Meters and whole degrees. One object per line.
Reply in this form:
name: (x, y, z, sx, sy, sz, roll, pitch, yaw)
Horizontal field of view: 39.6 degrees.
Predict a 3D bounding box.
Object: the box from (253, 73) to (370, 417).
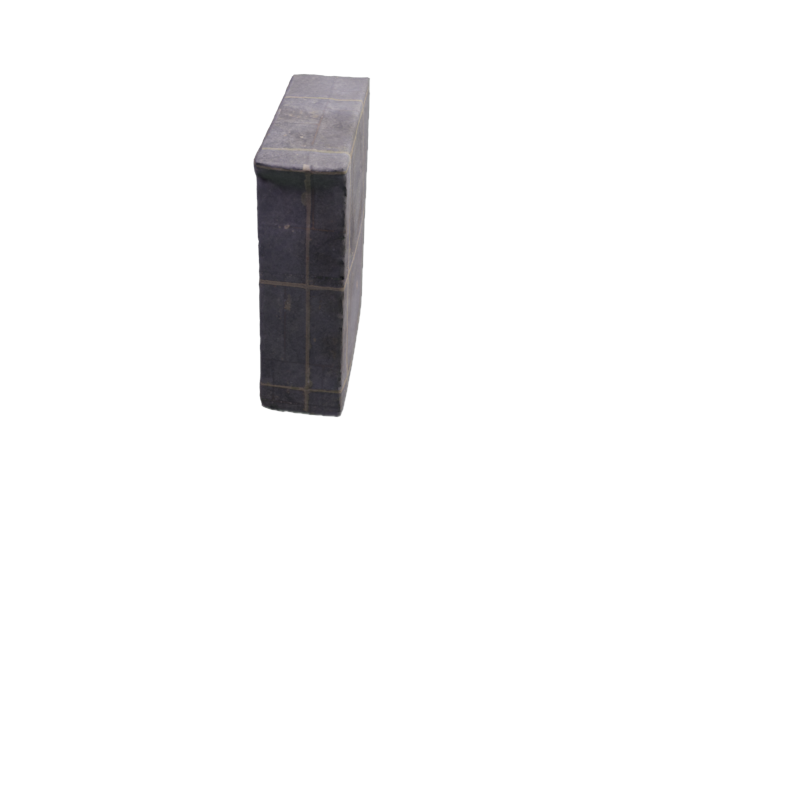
box: (-0.067, -0.122, 0.855, 0.072, 0.201, 0.174, 4, 34, 2)
